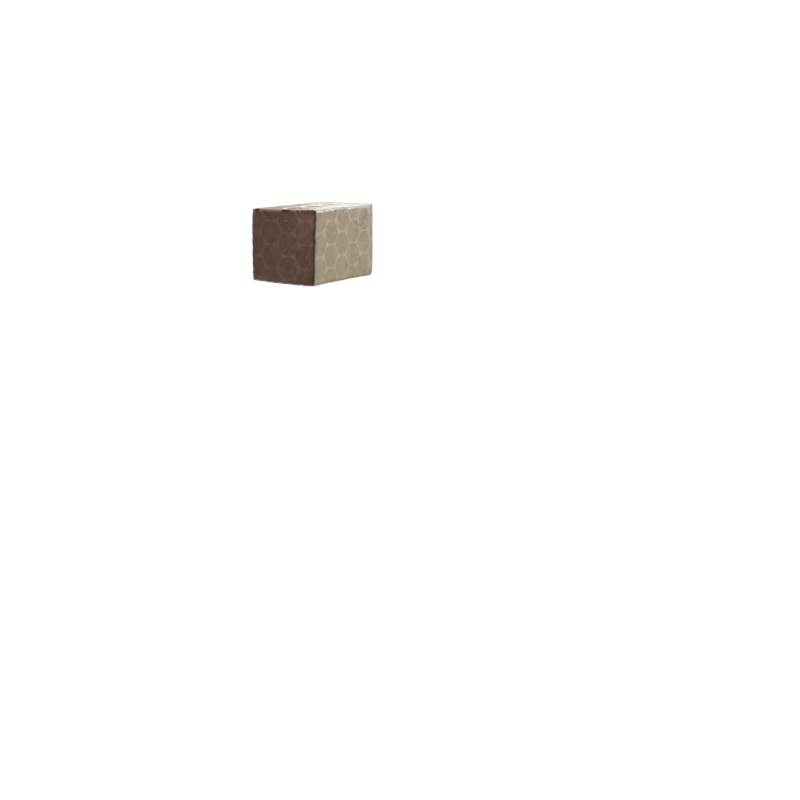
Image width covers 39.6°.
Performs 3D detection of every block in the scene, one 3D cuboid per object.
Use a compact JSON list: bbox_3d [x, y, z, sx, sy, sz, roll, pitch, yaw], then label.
[{"bbox_3d":[-0.060,-0.110,0.772,0.055,0.050,0.076,6,13,30],"label":"block"}]
